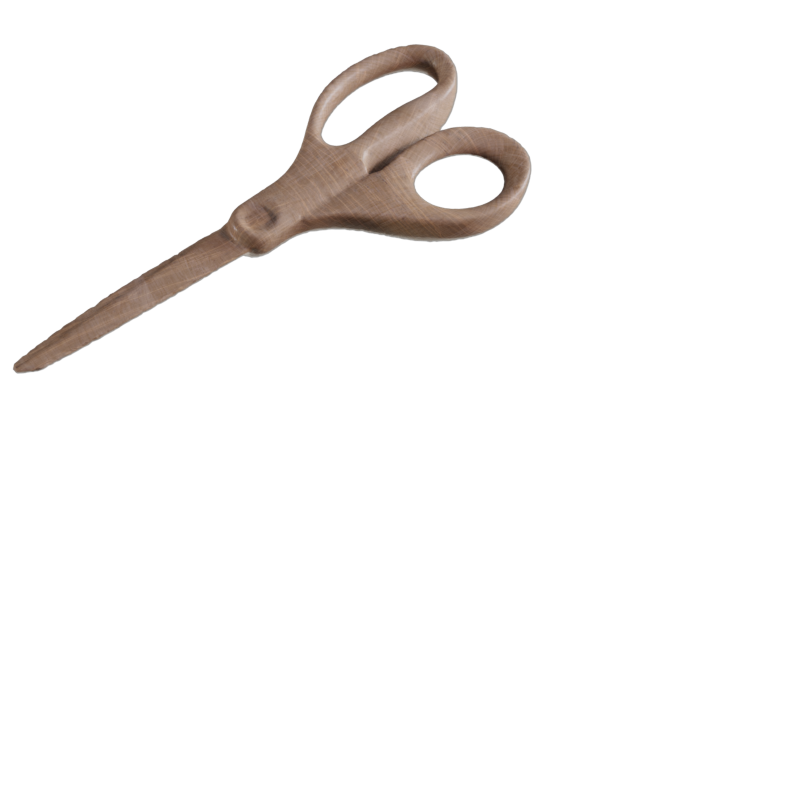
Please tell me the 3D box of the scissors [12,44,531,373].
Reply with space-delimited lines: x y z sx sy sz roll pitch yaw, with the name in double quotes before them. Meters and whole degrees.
"scissors" -0.031 -0.056 0.392 0.100 0.206 0.015 31 -27 18
